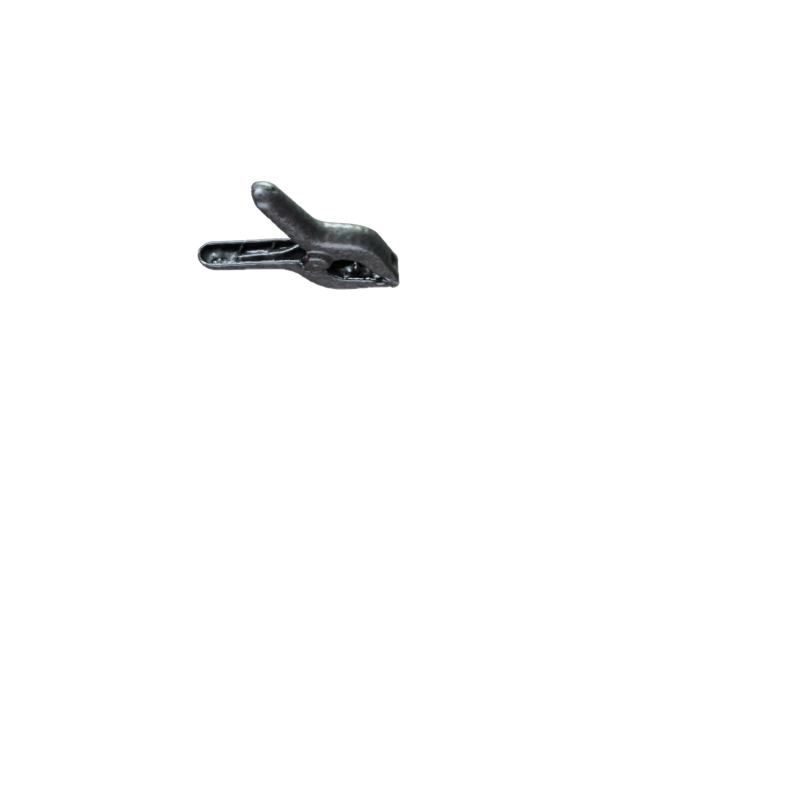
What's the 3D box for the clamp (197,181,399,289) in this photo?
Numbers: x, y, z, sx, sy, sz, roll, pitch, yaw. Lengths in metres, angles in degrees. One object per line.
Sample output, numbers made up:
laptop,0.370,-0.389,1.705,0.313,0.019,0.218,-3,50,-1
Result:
clamp,-0.072,-0.131,0.917,0.167,0.041,0.117,7,-21,-19
